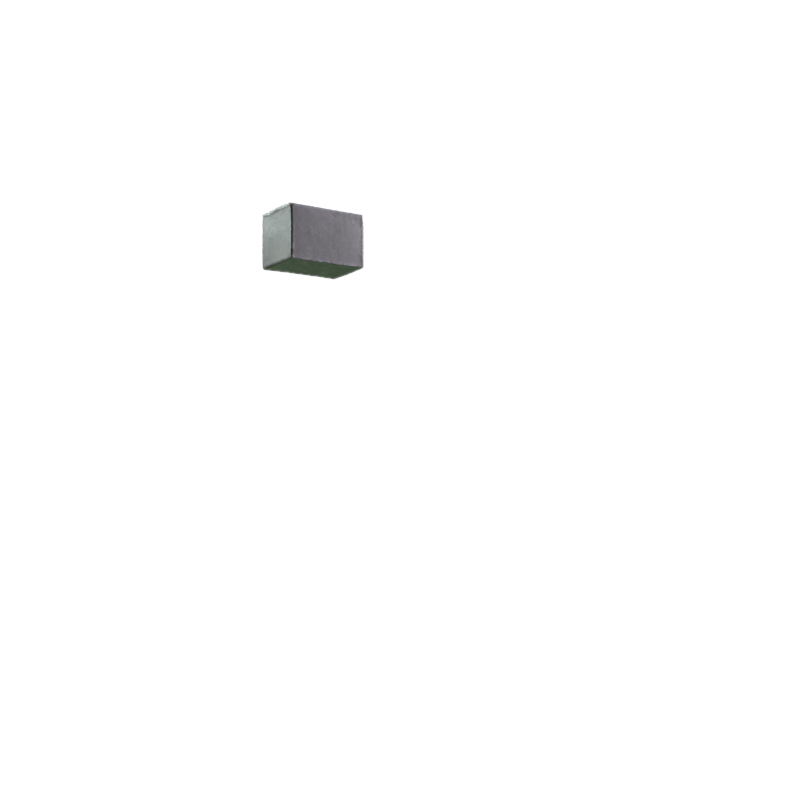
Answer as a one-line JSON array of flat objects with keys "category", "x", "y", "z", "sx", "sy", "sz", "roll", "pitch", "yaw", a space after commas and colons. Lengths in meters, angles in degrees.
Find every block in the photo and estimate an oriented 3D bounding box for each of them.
[{"category": "block", "x": -0.078, "y": -0.142, "z": 0.992, "sx": 0.075, "sy": 0.053, "sz": 0.053, "roll": 6, "pitch": -12, "yaw": -33}]
